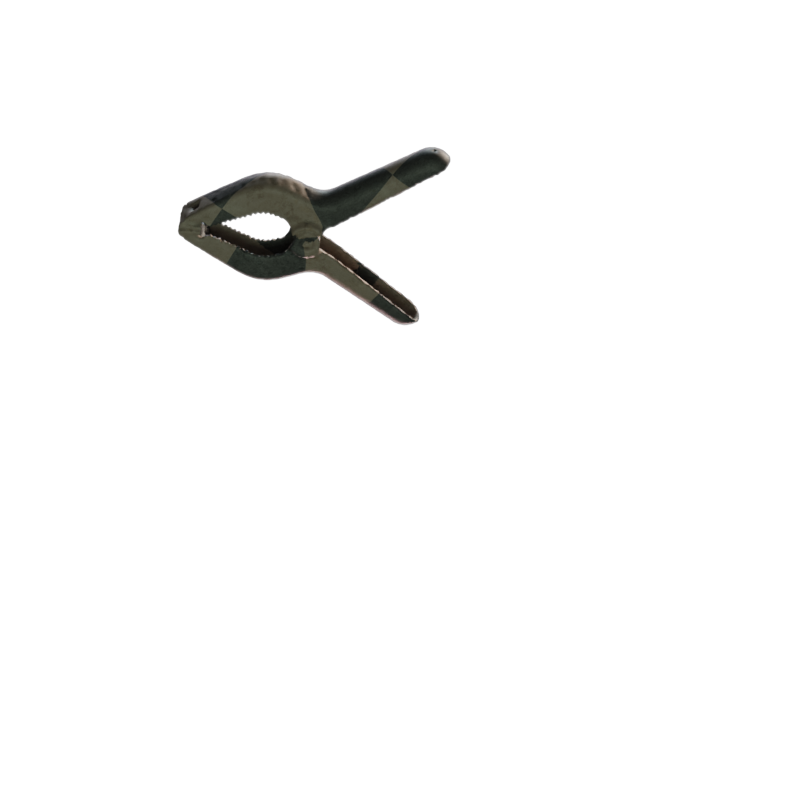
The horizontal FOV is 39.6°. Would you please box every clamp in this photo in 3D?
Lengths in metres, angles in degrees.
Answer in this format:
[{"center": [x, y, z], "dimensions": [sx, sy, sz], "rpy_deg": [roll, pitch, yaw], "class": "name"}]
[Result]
[{"center": [-0.069, -0.126, 0.882], "dimensions": [0.210, 0.154, 0.039], "rpy_deg": [0, 36, 0], "class": "clamp"}]
